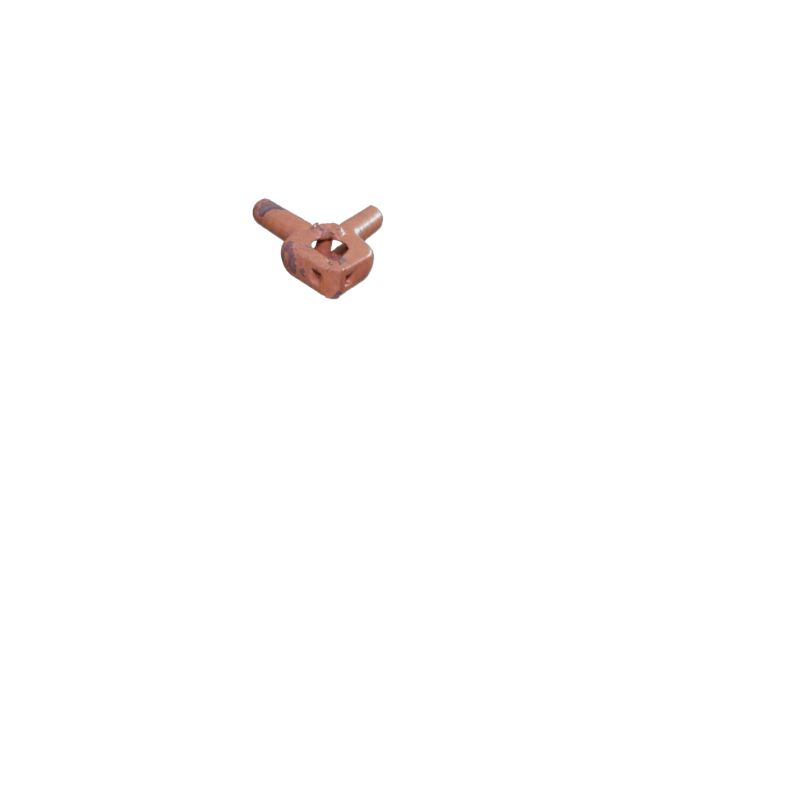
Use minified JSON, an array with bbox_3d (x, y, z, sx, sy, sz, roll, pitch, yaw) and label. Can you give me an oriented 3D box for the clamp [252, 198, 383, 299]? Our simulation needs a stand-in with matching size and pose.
[{"bbox_3d":[-0.076,-0.138,0.968,0.120,0.037,0.180,1,26,1],"label":"clamp"}]
